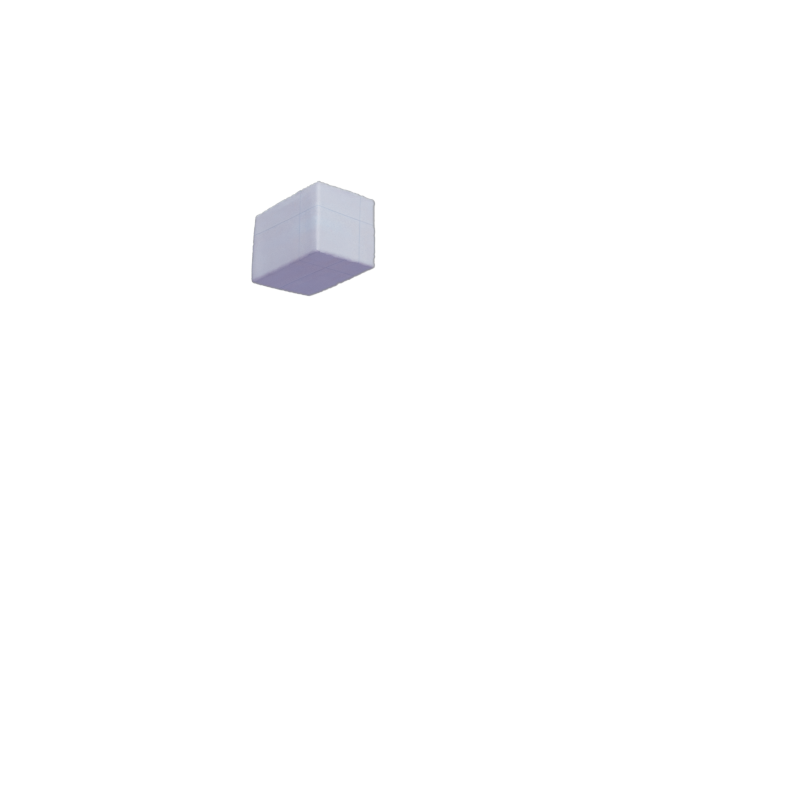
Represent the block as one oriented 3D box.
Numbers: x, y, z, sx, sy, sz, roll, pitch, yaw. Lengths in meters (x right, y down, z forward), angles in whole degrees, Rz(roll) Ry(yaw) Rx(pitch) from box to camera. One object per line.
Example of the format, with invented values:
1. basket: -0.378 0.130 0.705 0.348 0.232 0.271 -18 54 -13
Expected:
1. block: -0.061 -0.111 0.775 0.050 0.054 0.079 15 -23 -38
